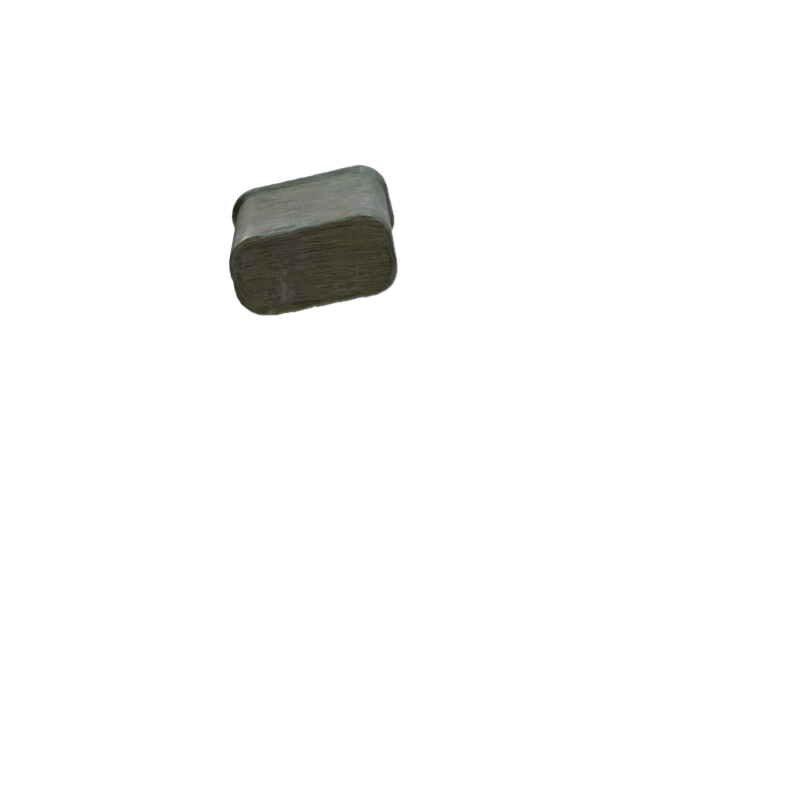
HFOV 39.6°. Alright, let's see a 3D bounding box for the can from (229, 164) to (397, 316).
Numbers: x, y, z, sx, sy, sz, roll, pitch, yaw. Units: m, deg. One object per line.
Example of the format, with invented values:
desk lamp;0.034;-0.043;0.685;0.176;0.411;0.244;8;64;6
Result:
can;-0.053;-0.096;0.675;0.102;0.054;0.088;-12;27;4
